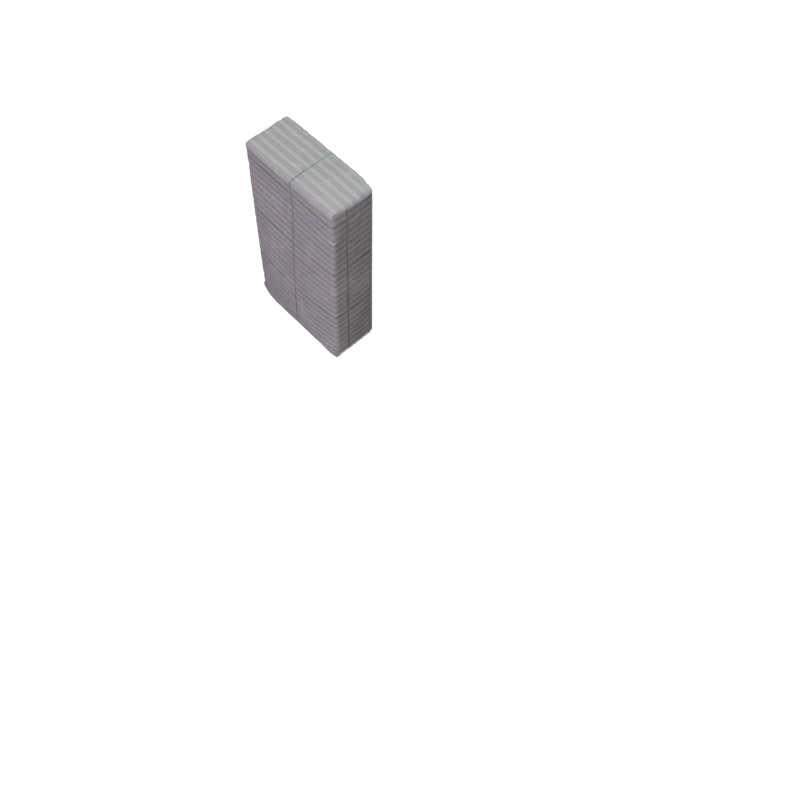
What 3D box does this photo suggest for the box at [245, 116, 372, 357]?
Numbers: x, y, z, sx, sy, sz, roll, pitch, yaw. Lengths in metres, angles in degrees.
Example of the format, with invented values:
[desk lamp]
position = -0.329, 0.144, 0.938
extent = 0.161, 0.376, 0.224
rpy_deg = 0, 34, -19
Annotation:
[box]
position = -0.064, -0.117, 0.816
extent = 0.048, 0.099, 0.165
rpy_deg = -35, -25, -23
